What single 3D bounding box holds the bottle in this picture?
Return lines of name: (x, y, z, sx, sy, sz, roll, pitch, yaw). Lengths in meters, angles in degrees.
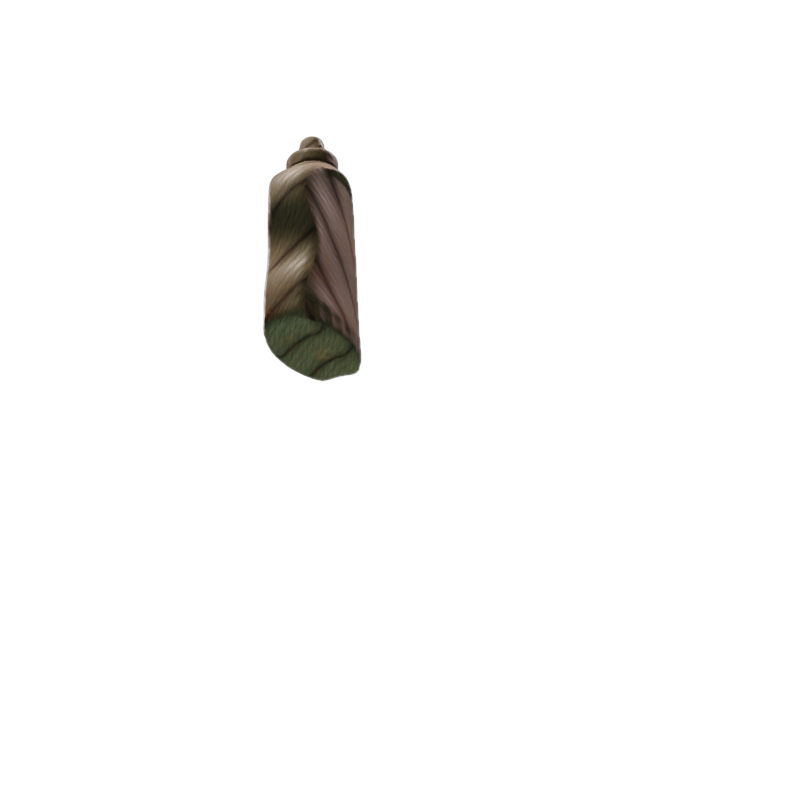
bottle: (-0.066, -0.119, 0.831, 0.059, 0.204, 0.089, -16, -34, 21)
